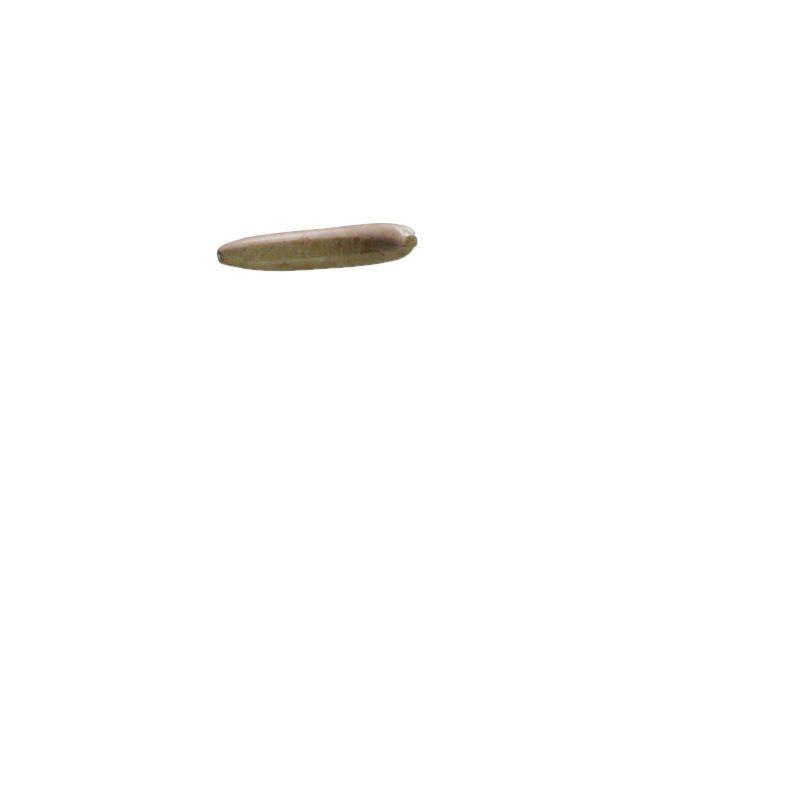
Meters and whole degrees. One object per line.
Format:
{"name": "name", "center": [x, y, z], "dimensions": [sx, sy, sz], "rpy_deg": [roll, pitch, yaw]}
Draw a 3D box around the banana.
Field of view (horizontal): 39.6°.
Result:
{"name": "banana", "center": [-0.066, -0.139, 0.994], "dimensions": [0.203, 0.038, 0.066], "rpy_deg": [-2, -7, 26]}
